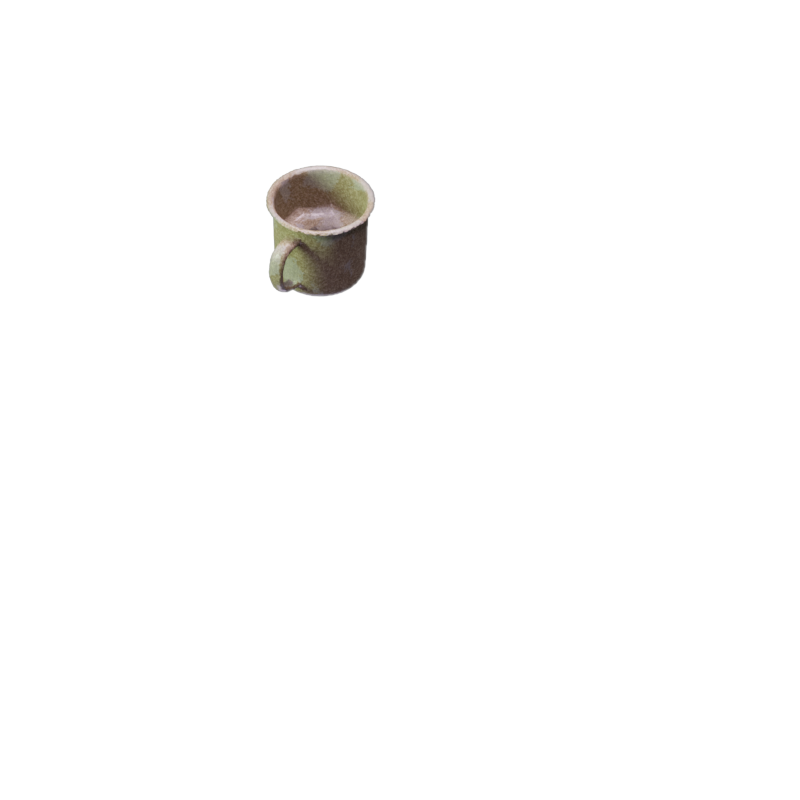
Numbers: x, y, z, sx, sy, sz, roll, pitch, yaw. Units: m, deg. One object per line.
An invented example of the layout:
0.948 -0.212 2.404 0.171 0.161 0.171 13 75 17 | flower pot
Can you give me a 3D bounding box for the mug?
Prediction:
-0.075 -0.137 0.962 0.097 0.076 0.121 22 49 19 | mug
